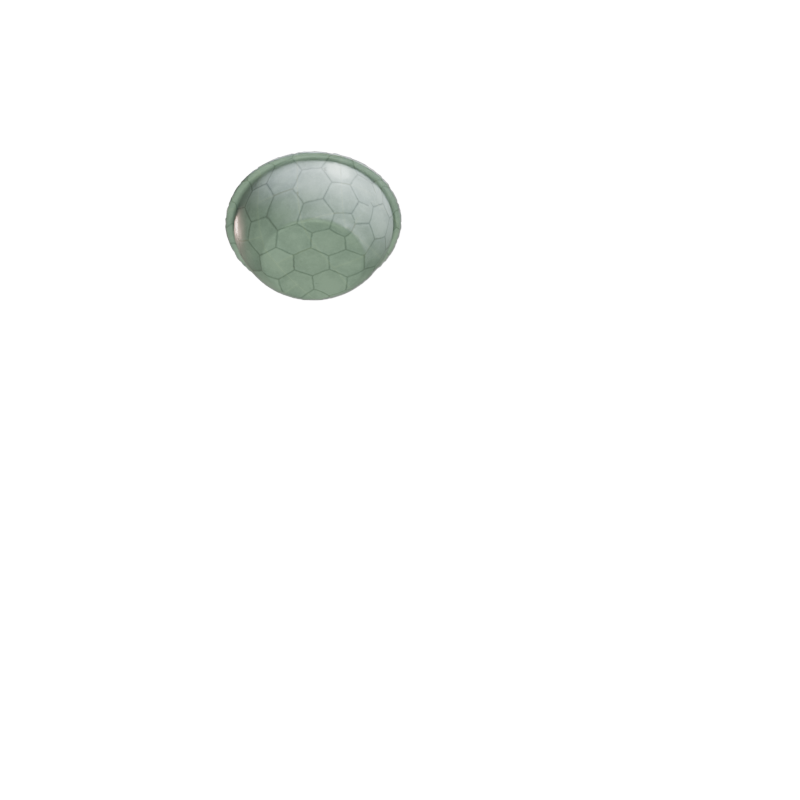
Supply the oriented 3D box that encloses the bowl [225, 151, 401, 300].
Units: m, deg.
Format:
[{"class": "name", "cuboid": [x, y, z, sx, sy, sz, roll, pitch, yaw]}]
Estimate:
[{"class": "bowl", "cuboid": [-0.078, -0.143, 0.999, 0.162, 0.151, 0.059, 1, 42, -1]}]
